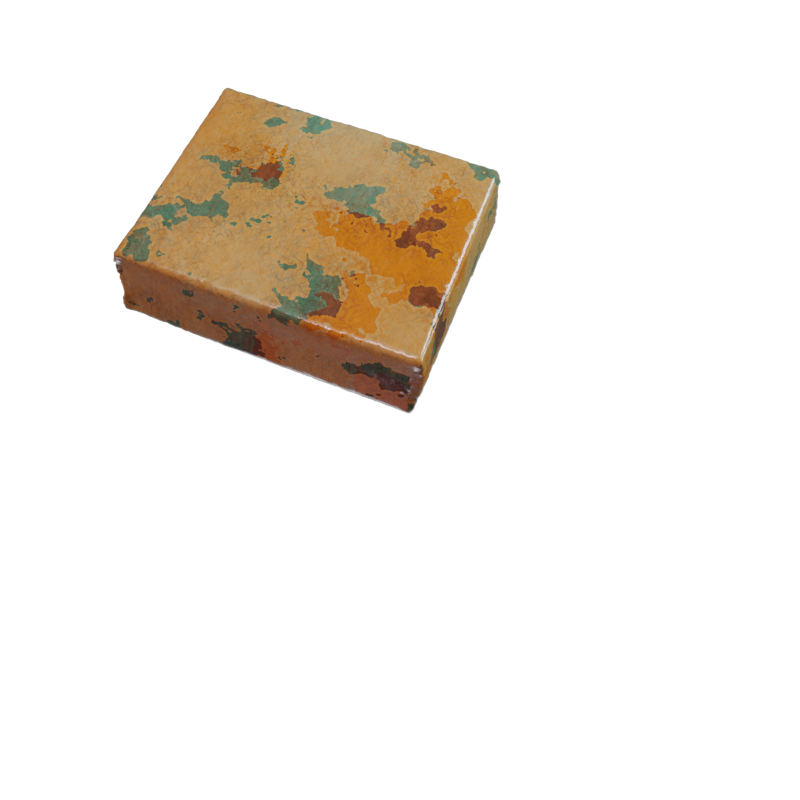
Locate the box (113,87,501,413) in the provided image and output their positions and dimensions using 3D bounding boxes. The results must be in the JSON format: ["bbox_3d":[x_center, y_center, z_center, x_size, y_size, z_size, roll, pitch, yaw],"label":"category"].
[{"bbox_3d":[-0.031,-0.057,0.397,0.116,0.094,0.036,17,-35,12],"label":"box"}]
